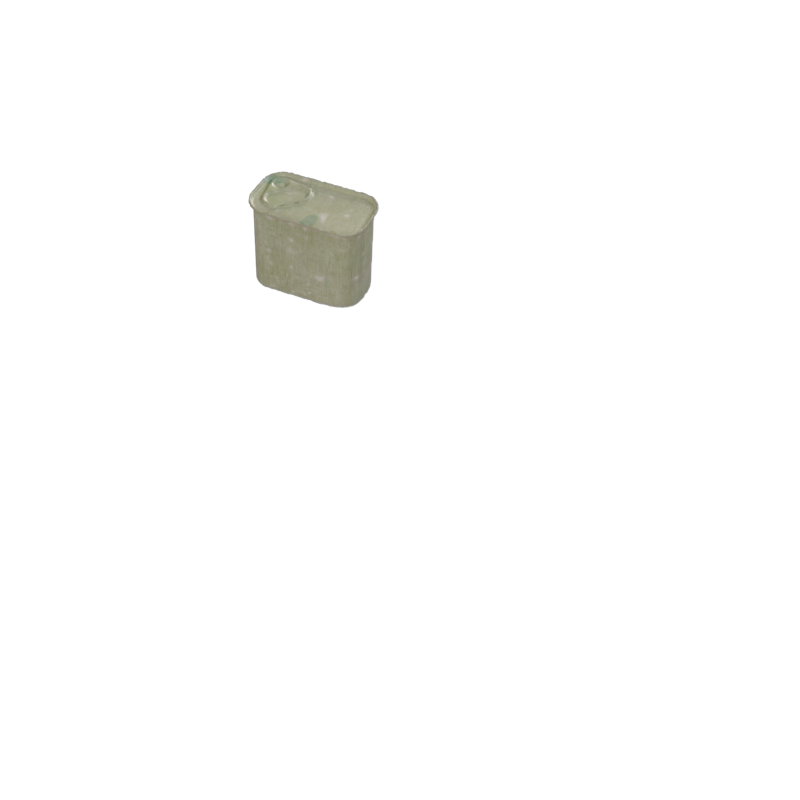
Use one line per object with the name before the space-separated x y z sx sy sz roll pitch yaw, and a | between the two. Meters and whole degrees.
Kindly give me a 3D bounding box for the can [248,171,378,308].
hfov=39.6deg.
can | -0.071 -0.130 0.908 0.105 0.078 0.060 19 46 17
